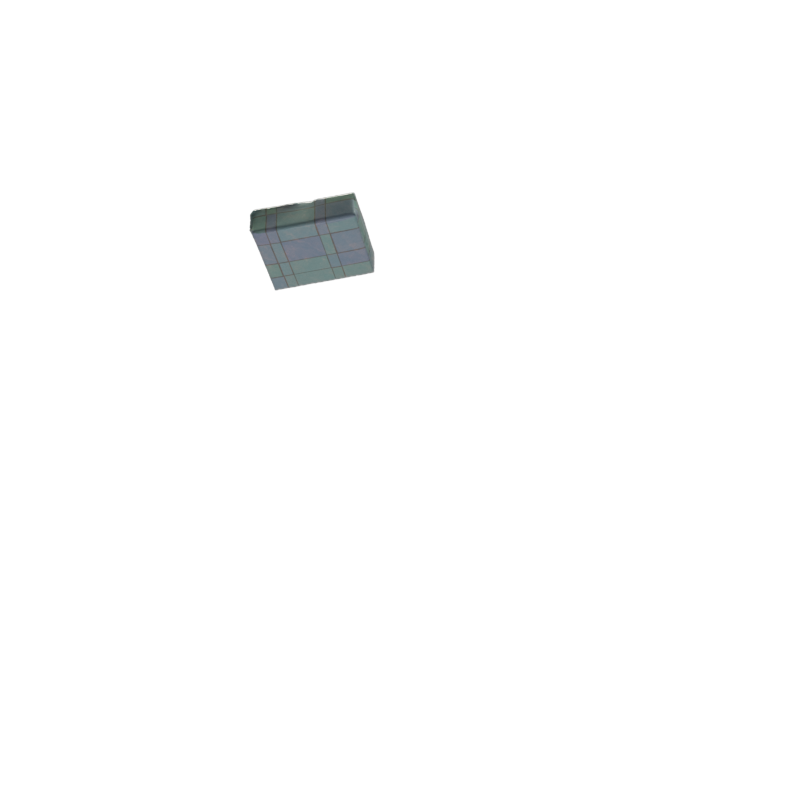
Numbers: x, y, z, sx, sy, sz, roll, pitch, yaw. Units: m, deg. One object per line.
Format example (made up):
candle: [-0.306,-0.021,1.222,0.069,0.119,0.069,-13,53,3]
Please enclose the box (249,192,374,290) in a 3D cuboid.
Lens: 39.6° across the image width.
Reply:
box: [-0.072,-0.130,0.913,0.090,0.032,0.067,-8,-39,10]
